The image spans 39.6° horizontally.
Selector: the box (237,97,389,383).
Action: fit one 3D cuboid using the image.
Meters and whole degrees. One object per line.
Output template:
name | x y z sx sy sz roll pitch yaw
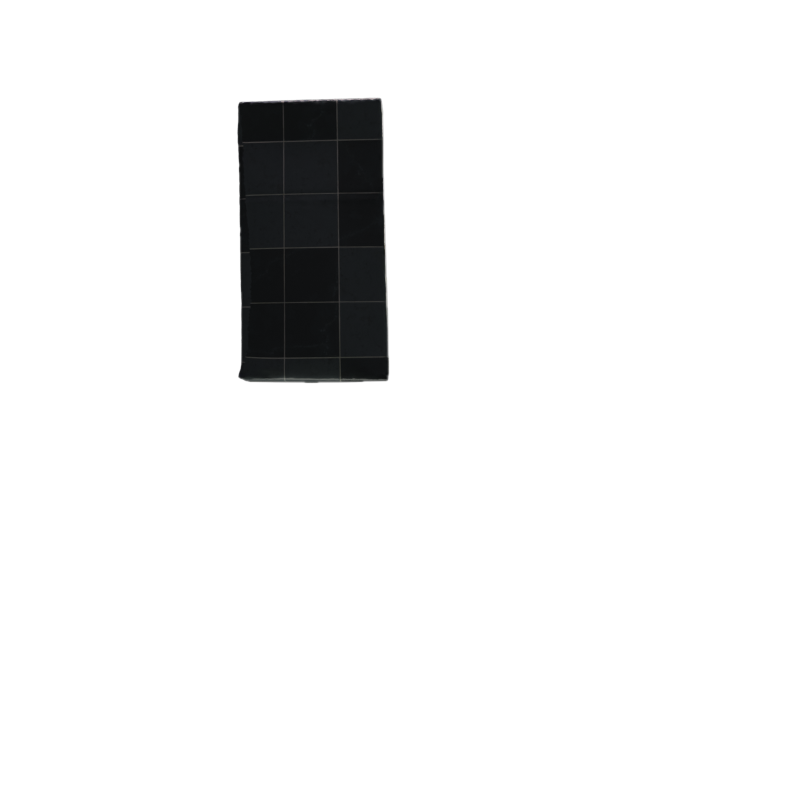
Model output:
box | -0.055 -0.100 0.700 0.094 0.180 0.047 -1 -8 3
